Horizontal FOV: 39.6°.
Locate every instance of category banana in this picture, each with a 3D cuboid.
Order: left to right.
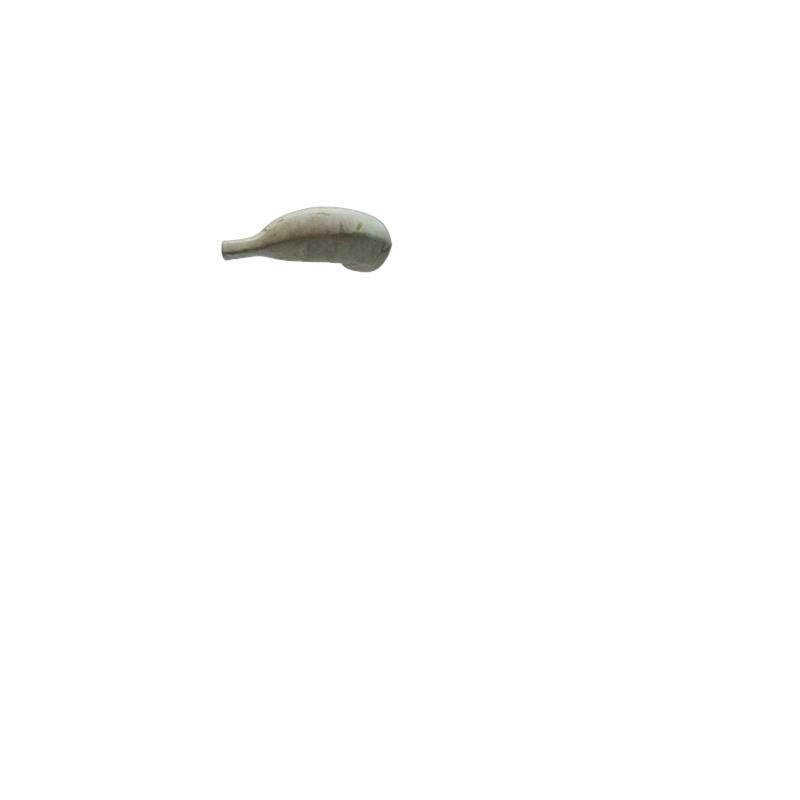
[{"bbox_3d":[-0.043,-0.107,0.742,0.071,0.037,0.192,1,3,22],"label":"banana"}]
